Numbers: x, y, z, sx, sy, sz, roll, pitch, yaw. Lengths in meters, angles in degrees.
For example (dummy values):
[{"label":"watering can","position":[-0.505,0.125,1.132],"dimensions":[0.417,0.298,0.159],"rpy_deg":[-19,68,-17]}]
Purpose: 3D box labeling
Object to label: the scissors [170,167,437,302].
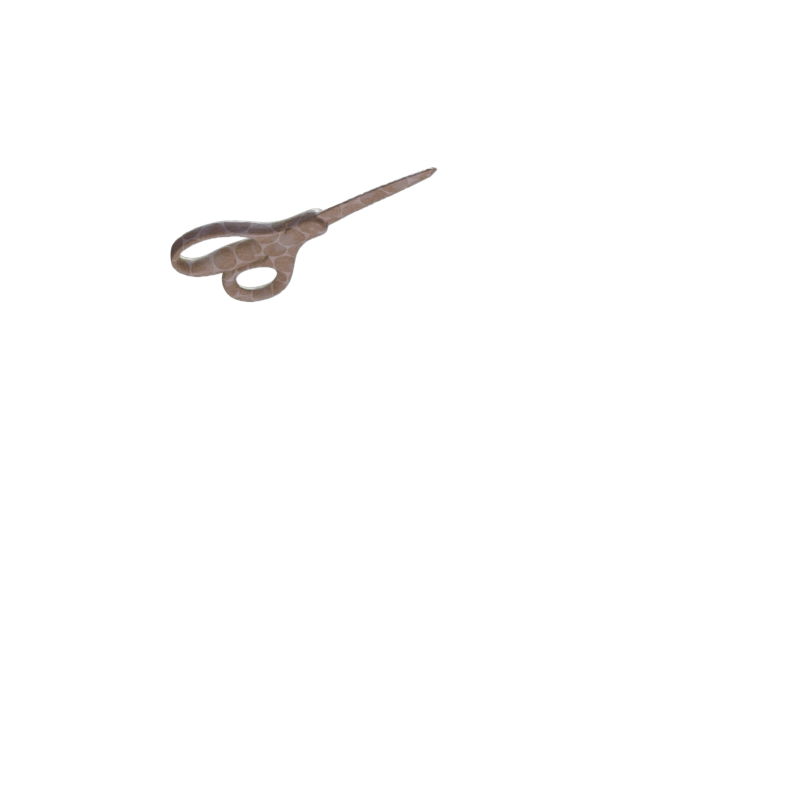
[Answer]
[{"label":"scissors","position":[-0.060,-0.109,0.763],"dimensions":[0.204,0.017,0.089],"rpy_deg":[-10,-31,17]}]
